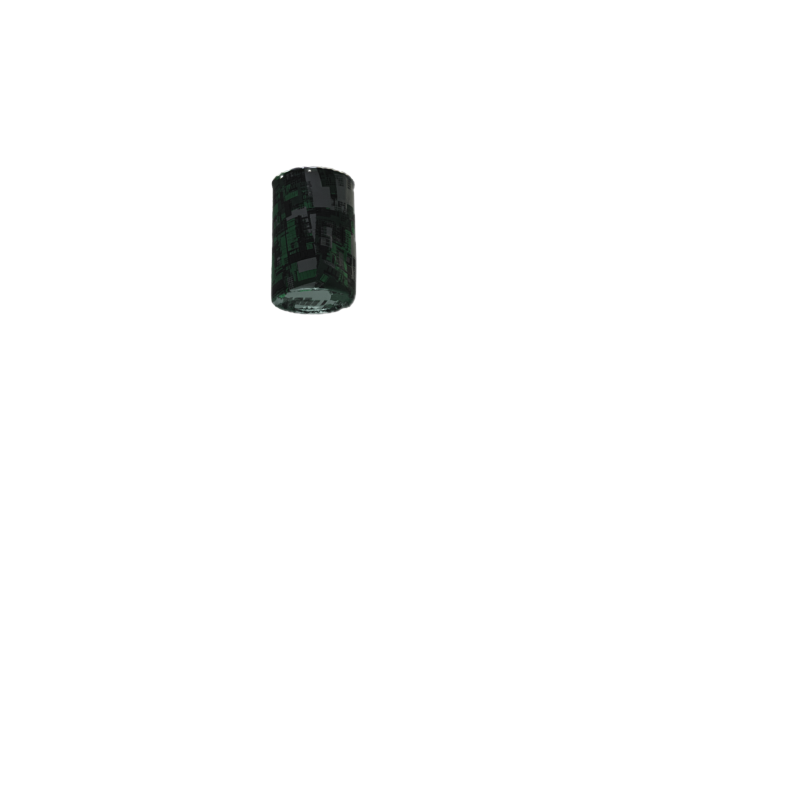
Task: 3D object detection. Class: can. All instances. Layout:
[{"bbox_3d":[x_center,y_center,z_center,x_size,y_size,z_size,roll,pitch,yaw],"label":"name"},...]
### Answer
[{"bbox_3d":[-0.069,-0.126,0.886,0.068,0.107,0.066,0,-19,-2],"label":"can"}]
